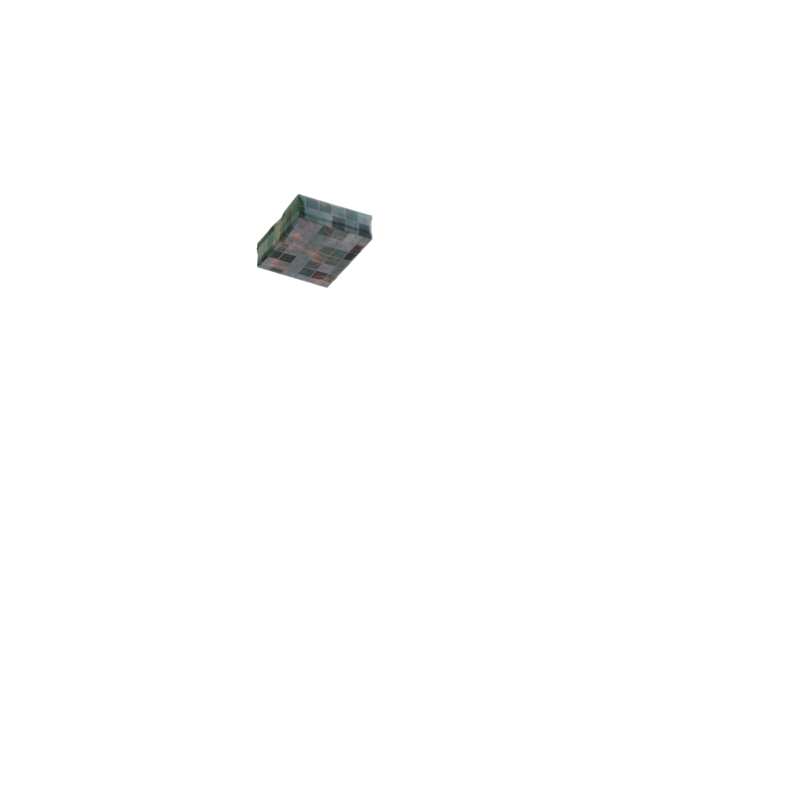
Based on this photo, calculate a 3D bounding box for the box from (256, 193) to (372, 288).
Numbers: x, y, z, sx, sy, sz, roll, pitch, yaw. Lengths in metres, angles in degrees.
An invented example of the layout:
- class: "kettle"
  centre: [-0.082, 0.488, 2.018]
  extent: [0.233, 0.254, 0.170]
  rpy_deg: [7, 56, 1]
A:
- class: "box"
  centre: [-0.077, -0.140, 0.982]
  extent: [0.070, 0.032, 0.087]
  rpy_deg: [15, -33, -25]
